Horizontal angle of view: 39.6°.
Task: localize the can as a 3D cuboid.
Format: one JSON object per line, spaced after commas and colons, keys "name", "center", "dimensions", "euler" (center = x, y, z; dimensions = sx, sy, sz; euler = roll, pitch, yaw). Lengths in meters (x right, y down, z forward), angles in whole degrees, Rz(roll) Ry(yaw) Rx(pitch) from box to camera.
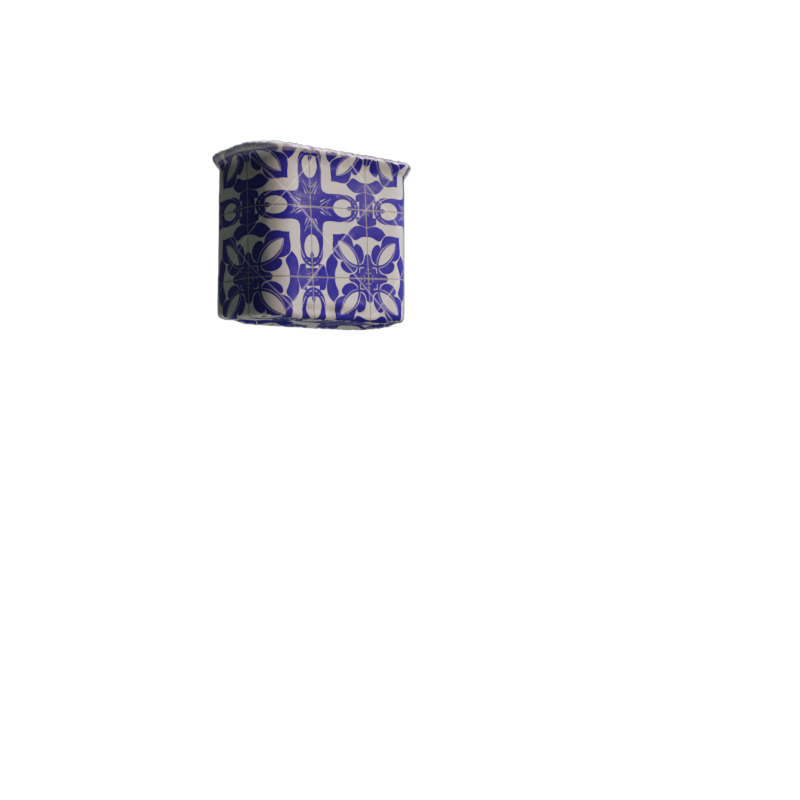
{"name": "can", "center": [-0.044, -0.080, 0.562], "dimensions": [0.098, 0.085, 0.059], "euler": [3, -7, -37]}
